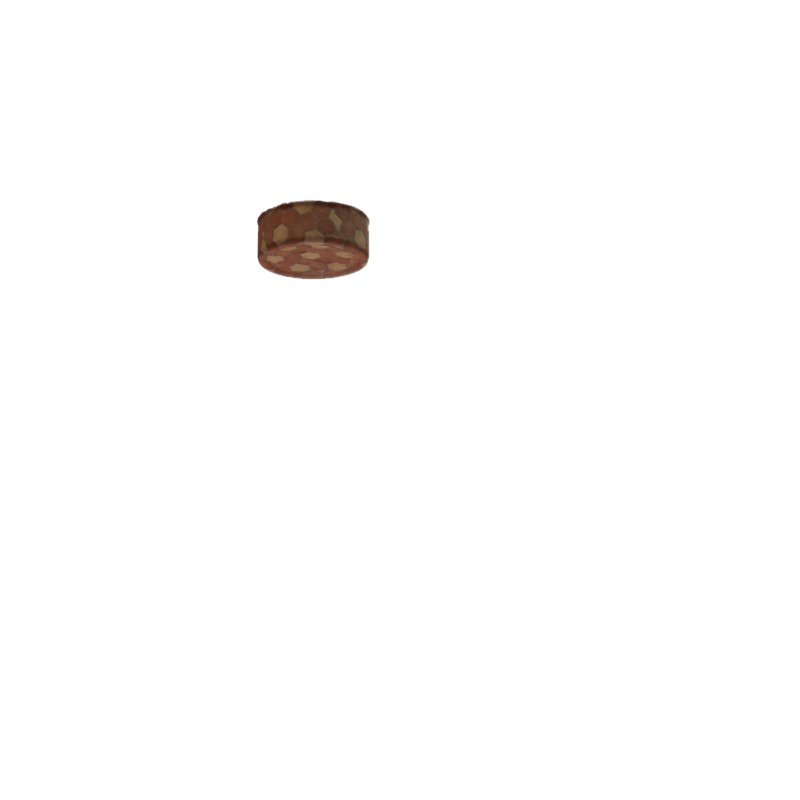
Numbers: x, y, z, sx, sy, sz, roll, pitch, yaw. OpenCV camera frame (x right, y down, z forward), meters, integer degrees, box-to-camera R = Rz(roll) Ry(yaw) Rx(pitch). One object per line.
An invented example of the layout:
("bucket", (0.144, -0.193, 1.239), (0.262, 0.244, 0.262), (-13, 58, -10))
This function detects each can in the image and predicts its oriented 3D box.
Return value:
("can", (-0.066, -0.120, 0.839), (0.086, 0.035, 0.083), (0, -14, -2))
